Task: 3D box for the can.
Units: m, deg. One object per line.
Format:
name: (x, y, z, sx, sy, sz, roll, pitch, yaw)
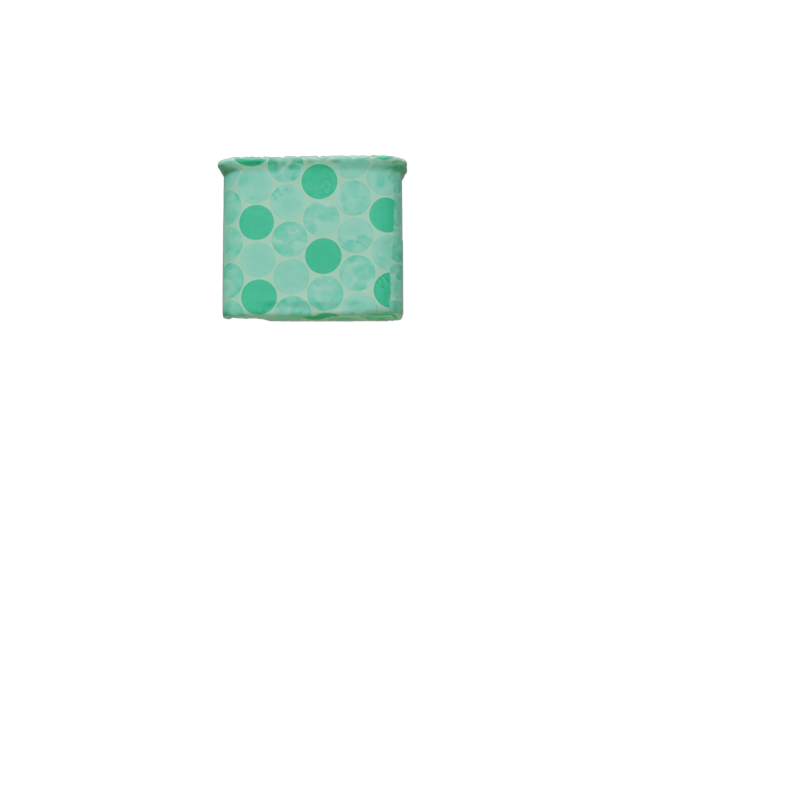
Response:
can: (-0.047, -0.085, 0.599, 0.102, 0.085, 0.056, 0, -5, 3)
